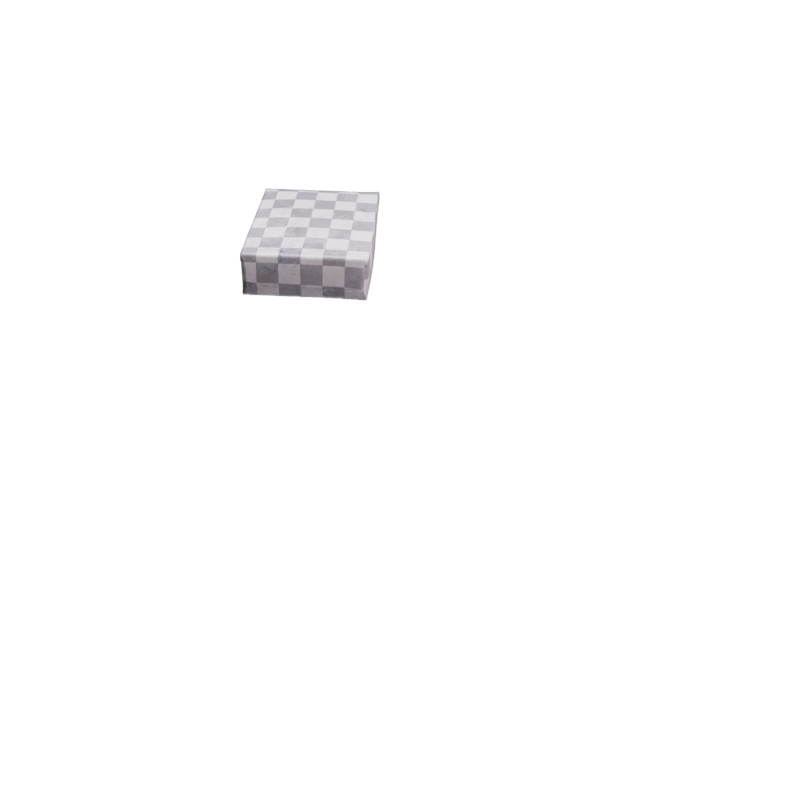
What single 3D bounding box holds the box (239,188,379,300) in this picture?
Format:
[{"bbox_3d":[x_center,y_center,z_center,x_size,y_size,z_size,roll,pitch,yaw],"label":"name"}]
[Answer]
[{"bbox_3d":[-0.063,-0.116,0.812,0.090,0.037,0.120,3,31,4],"label":"box"}]
